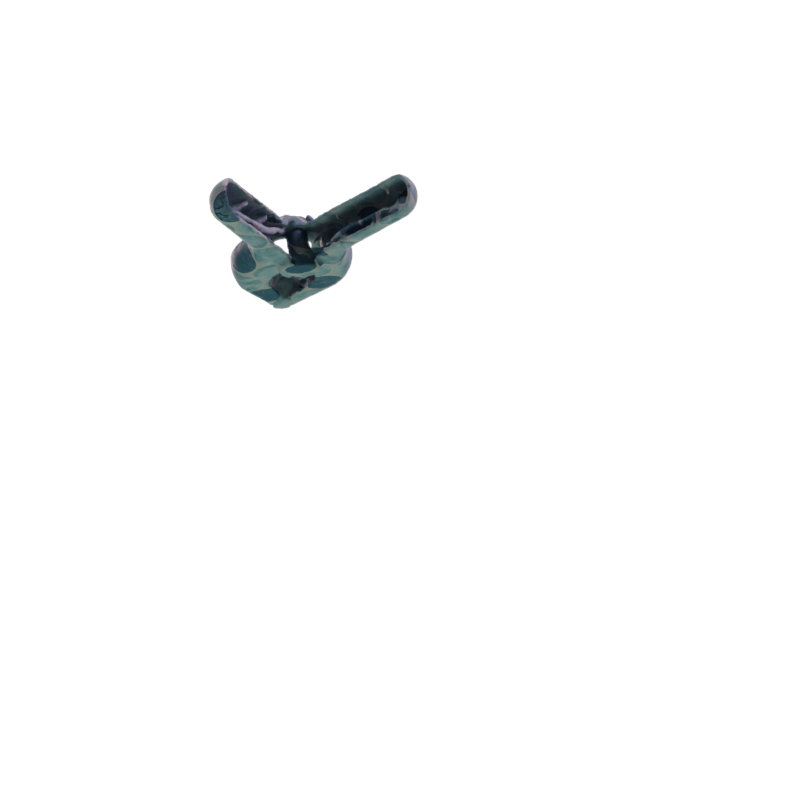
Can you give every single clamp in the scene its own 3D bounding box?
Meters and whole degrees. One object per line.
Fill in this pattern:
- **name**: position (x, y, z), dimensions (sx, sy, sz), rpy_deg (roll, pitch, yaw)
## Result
- **clamp**: position (-0.055, -0.100, 0.698), dimensions (0.120, 0.041, 0.165), rpy_deg (1, -13, -4)
